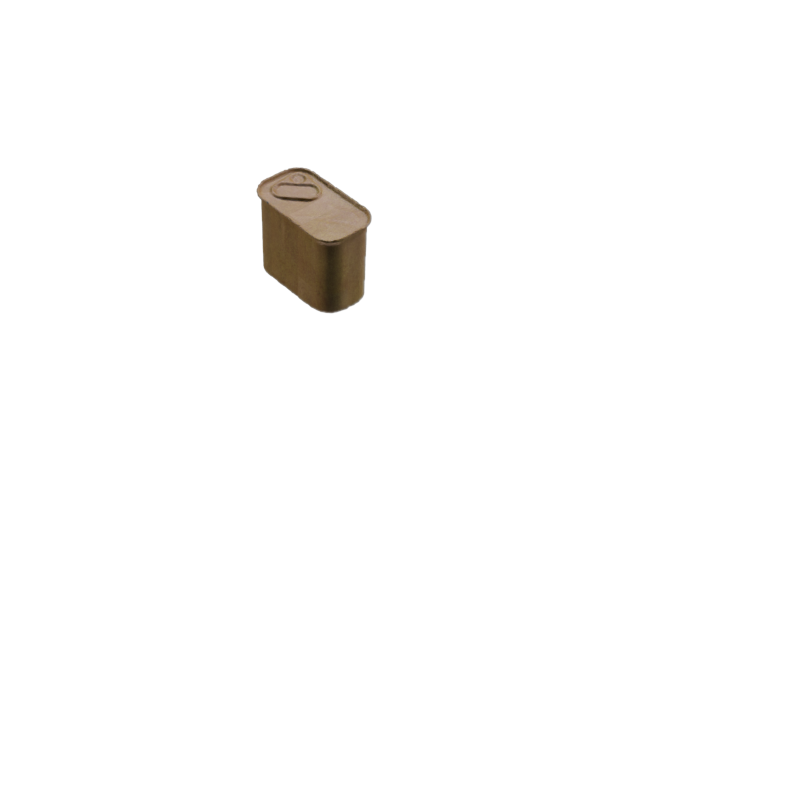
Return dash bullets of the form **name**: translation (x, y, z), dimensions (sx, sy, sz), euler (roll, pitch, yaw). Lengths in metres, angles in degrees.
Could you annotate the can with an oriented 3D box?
- **can**: translation (-0.073, -0.132, 0.926), dimensions (0.057, 0.078, 0.109), euler (-30, 52, -30)
